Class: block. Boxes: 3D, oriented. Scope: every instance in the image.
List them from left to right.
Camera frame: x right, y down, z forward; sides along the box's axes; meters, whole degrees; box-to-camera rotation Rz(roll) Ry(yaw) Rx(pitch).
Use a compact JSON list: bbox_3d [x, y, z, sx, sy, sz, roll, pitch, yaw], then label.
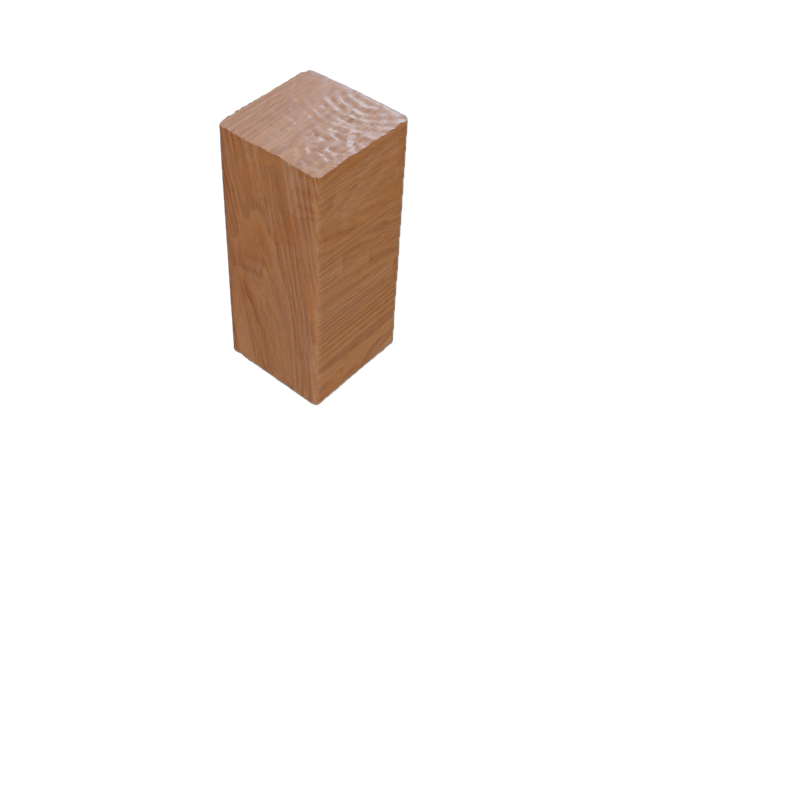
[{"bbox_3d":[-0.061,-0.111,0.774,0.095,0.192,0.092,32,52,25],"label":"block"}]
